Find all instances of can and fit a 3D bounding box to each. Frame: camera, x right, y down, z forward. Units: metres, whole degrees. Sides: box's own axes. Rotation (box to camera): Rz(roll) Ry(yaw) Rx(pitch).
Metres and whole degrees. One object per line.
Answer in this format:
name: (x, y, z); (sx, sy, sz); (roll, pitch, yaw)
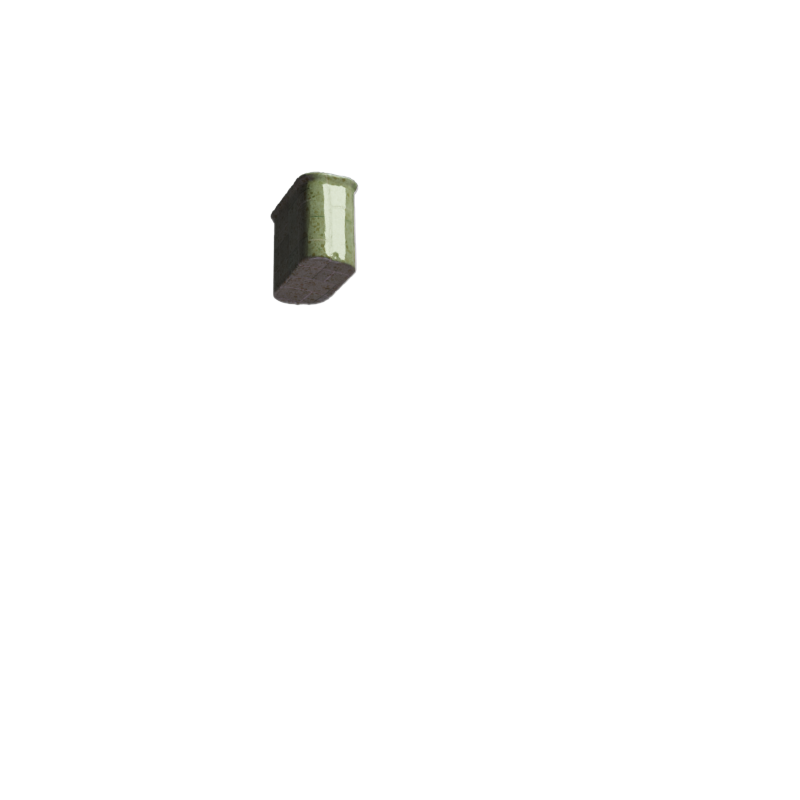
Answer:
can: (-0.077, -0.140, 0.983); (0.055, 0.089, 0.100); (10, -25, -23)
